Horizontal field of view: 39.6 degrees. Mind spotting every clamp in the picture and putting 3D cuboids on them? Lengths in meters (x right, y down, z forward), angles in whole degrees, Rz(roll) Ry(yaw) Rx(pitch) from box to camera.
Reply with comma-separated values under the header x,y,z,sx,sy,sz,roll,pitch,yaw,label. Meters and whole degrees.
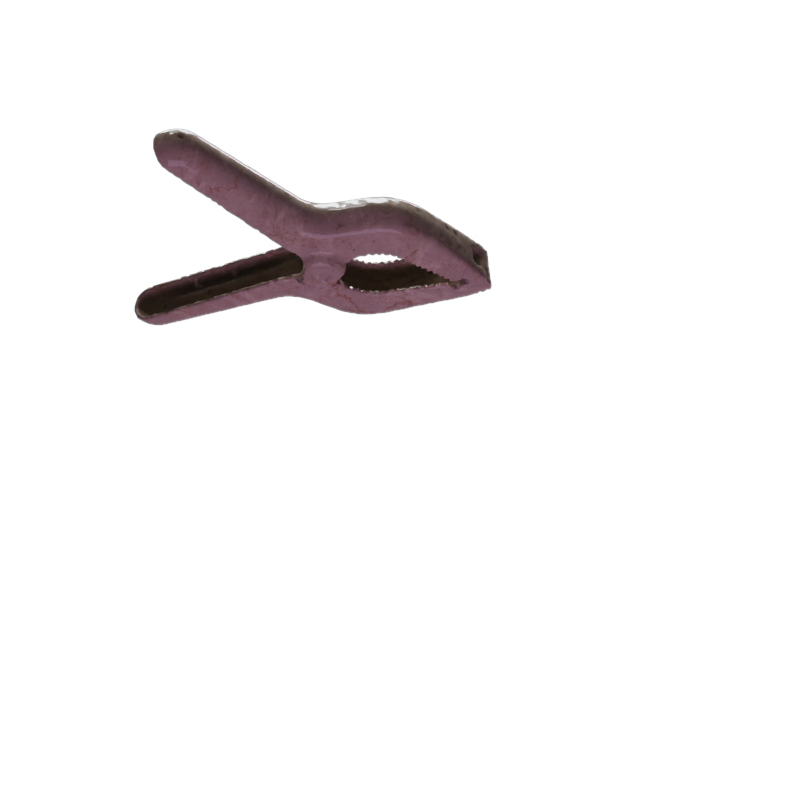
x,y,z,sx,sy,sz,roll,pitch,yaw,label
-0.049,-0.090,0.629,0.209,0.039,0.155,3,-31,-5,clamp
